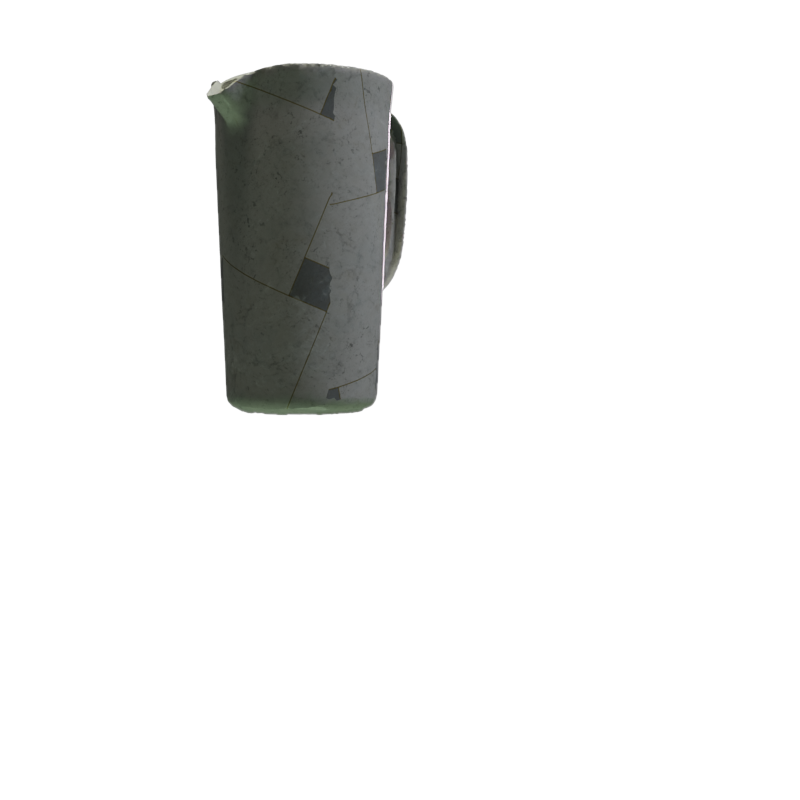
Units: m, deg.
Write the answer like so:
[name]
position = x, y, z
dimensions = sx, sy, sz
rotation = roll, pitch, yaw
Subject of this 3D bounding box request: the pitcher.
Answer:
[pitcher]
position = -0.063, -0.115, 0.809
dimensions = 0.149, 0.245, 0.144
rotation = 0, -2, -2
